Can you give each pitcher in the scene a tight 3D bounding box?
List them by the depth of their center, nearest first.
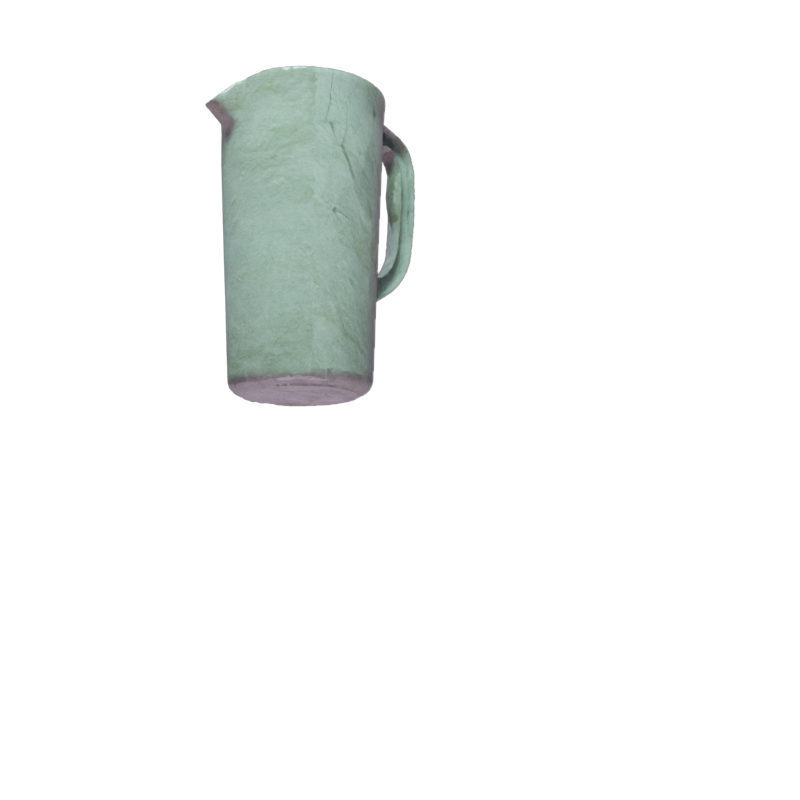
[{"bbox_3d":[-0.067,-0.122,0.856,0.151,0.253,0.138,-3,-16,8],"label":"pitcher"}]
